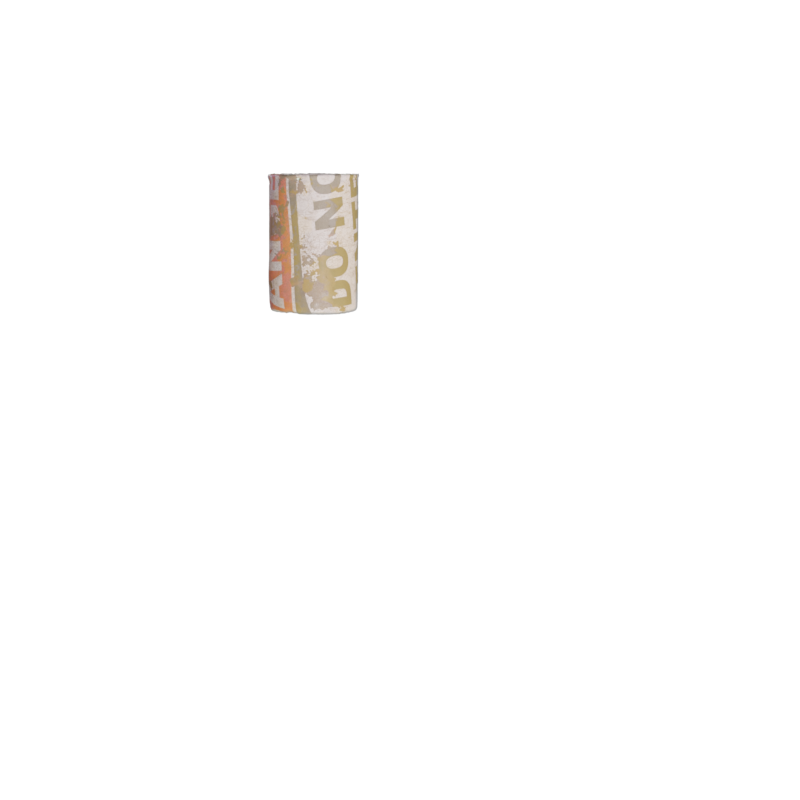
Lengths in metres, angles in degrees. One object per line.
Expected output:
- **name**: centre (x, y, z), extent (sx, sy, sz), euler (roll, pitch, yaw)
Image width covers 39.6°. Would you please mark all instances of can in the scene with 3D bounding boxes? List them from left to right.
- **can**: centre (-0.065, -0.118, 0.828), extent (0.068, 0.101, 0.070), euler (0, 6, -2)
